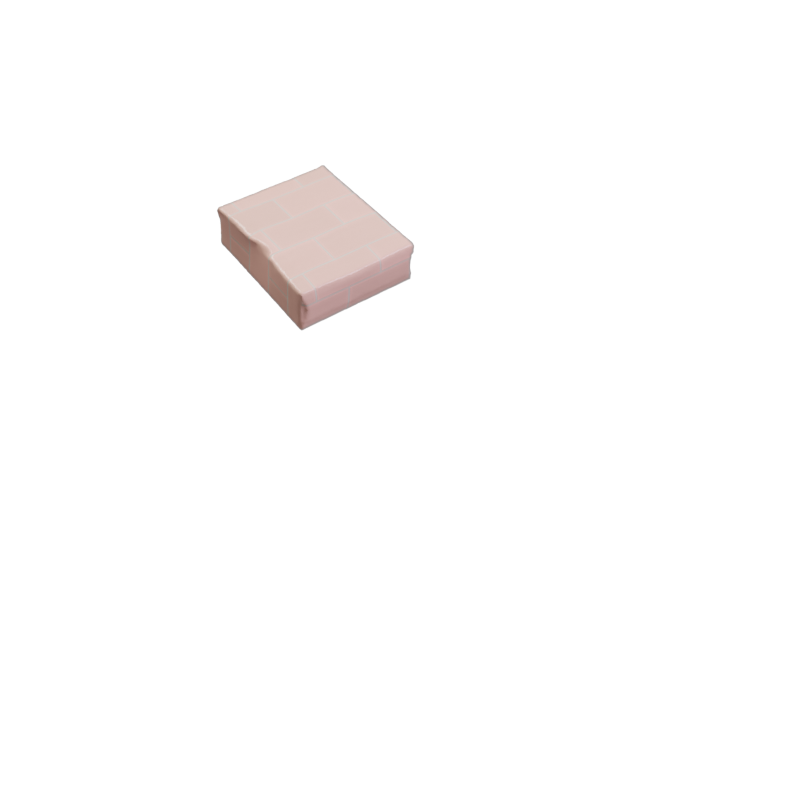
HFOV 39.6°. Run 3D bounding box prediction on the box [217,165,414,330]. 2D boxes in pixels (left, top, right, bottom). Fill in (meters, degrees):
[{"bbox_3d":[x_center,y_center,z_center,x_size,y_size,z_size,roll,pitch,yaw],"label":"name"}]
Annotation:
[{"bbox_3d":[-0.048,-0.088,0.613,0.073,0.028,0.096,-26,51,-24],"label":"box"}]
